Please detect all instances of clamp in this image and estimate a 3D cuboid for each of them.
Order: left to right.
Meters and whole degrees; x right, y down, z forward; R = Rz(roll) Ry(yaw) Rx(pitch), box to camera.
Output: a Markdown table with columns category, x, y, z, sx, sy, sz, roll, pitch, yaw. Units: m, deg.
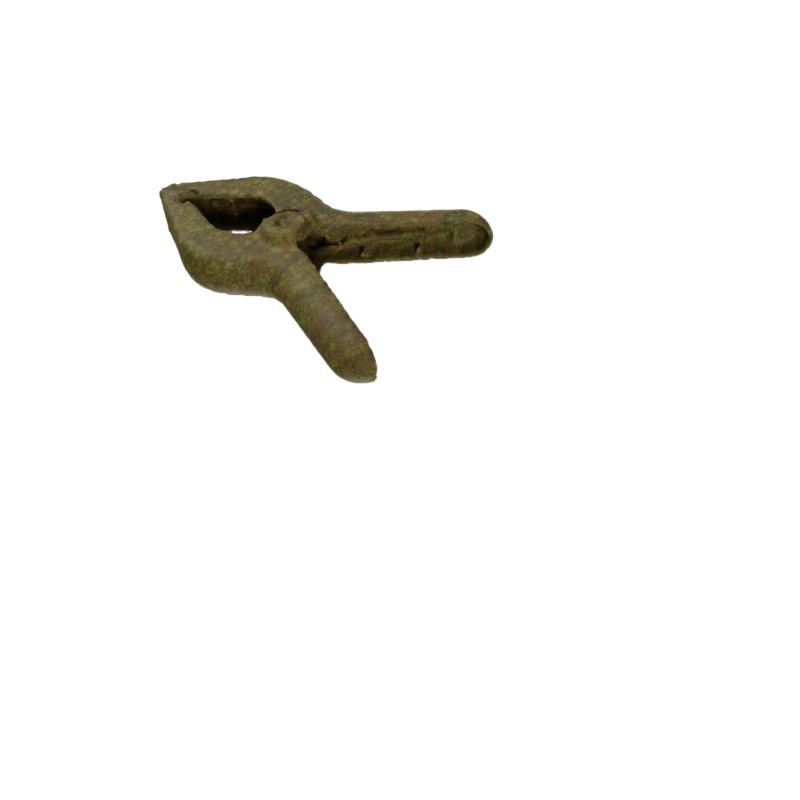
| category | x | y | z | sx | sy | sz | roll | pitch | yaw |
| --- | --- | --- | --- | --- | --- | --- | --- | --- | --- |
| clamp | -0.043 | -0.079 | 0.554 | 0.183 | 0.037 | 0.121 | 30 | 48 | 31 |
